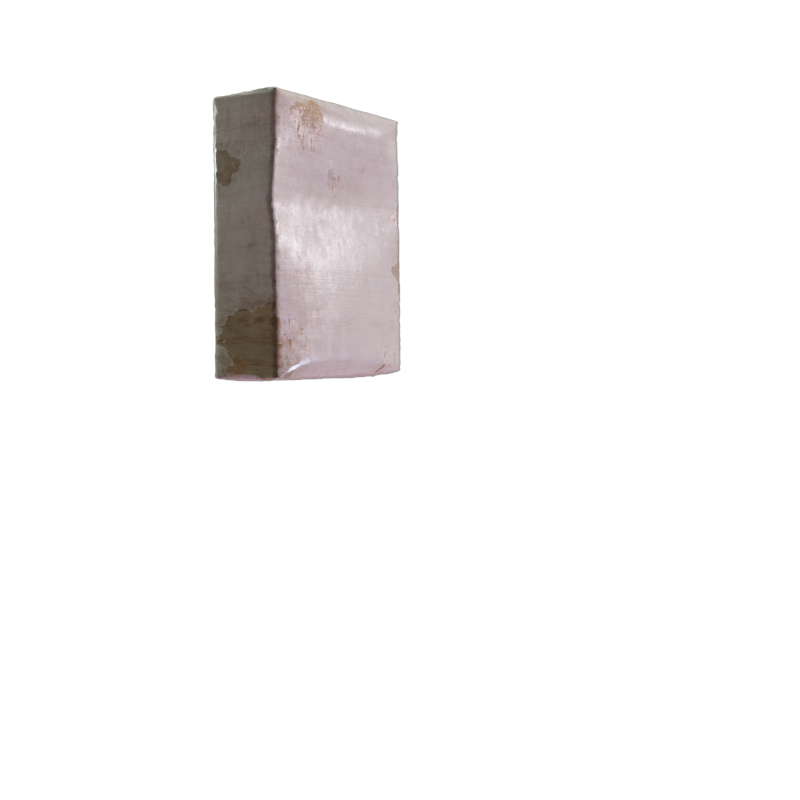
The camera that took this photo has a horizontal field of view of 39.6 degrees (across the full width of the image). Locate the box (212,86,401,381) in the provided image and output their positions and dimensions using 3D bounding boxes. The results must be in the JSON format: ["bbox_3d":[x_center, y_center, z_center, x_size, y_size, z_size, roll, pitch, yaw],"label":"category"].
[{"bbox_3d":[-0.068,-0.124,0.870,0.074,0.216,0.157,-4,-4,36],"label":"box"}]
